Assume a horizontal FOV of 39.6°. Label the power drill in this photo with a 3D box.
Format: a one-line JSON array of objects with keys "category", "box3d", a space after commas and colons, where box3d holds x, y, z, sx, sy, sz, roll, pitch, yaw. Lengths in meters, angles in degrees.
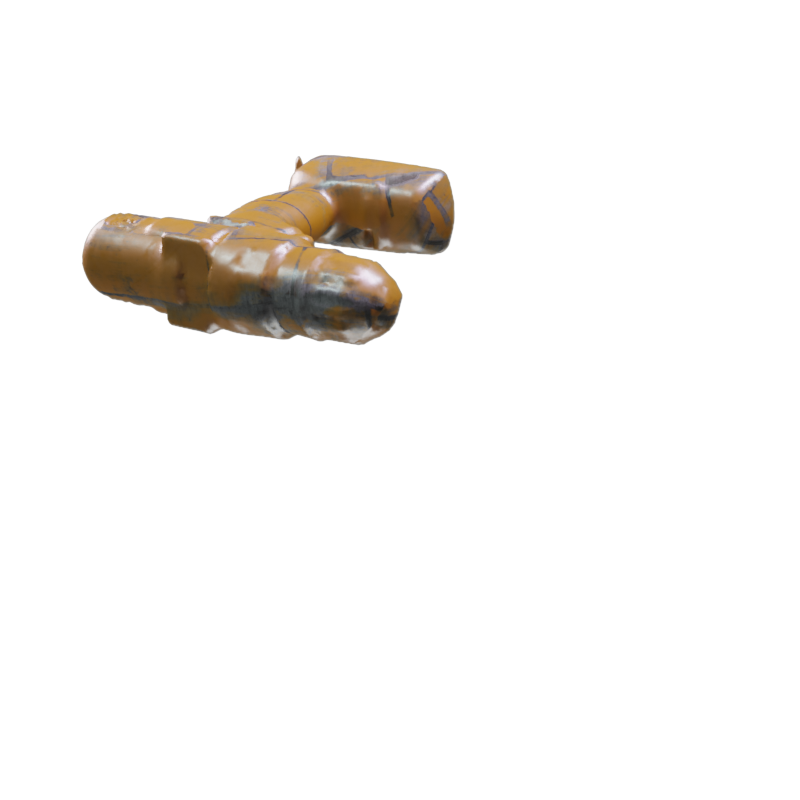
[{"category": "power drill", "box3d": [-0.047, -0.085, 0.595, 0.193, 0.055, 0.187, 14, 26, 30]}]
